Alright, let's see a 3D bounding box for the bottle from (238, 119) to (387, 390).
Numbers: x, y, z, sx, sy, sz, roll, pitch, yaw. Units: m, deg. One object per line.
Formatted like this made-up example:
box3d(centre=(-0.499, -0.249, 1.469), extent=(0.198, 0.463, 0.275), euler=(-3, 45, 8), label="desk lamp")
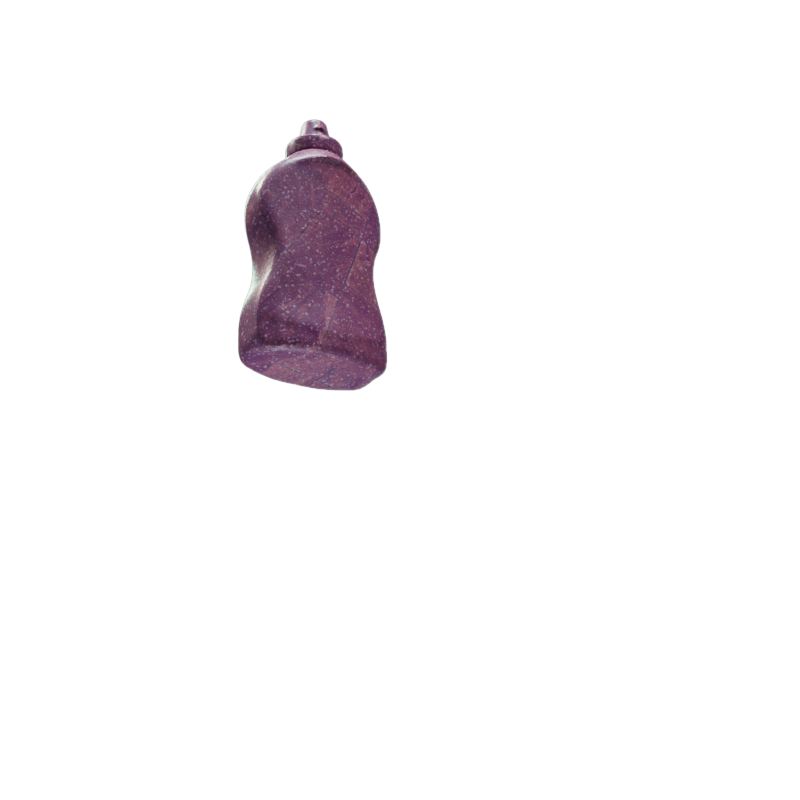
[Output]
box3d(centre=(-0.058, -0.107, 0.748), extent=(0.092, 0.204, 0.057), euler=(12, -31, -25), label="bottle")
